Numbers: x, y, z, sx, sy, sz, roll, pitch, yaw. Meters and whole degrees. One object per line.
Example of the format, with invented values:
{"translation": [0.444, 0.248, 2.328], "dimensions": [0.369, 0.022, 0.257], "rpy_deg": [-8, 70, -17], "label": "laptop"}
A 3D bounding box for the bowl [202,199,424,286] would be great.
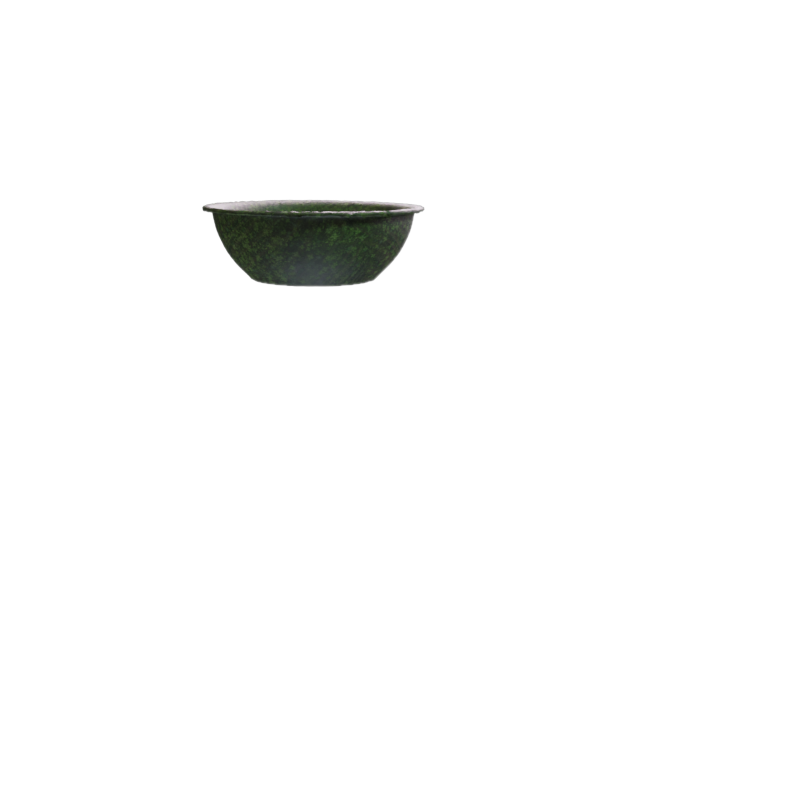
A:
{"translation": [-0.063, -0.116, 0.811], "dimensions": [0.162, 0.054, 0.166], "rpy_deg": [0, 13, -2], "label": "bowl"}
